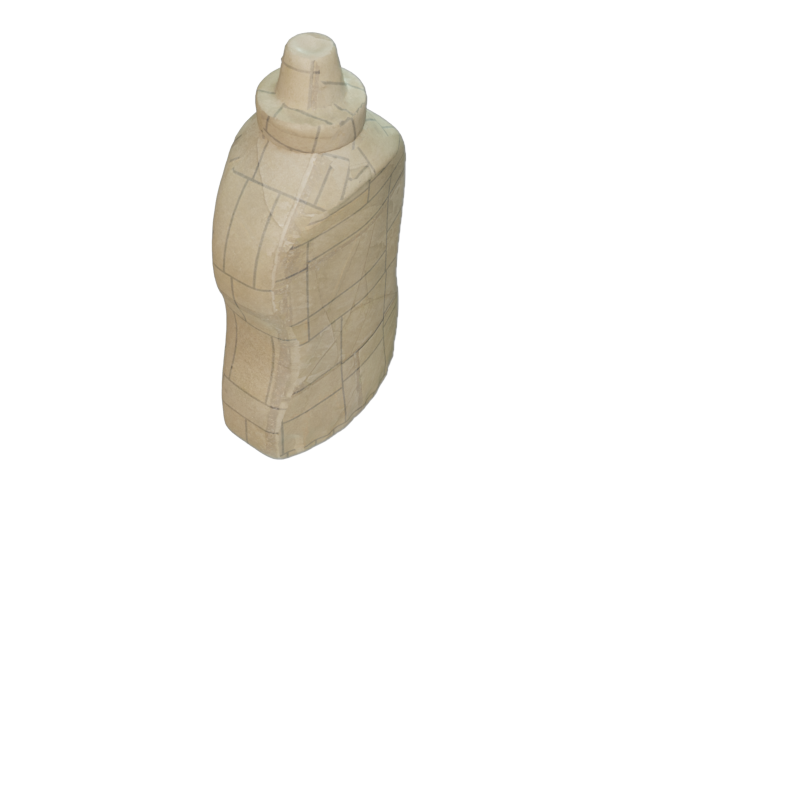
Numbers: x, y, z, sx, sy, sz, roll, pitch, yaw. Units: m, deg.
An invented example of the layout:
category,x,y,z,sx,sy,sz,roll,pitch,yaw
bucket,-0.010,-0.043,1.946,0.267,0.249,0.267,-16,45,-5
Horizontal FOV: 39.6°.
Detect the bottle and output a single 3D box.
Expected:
category,x,y,z,sx,sy,sz,roll,pitch,yaw
bottle,-0.036,-0.065,0.454,0.061,0.179,0.098,31,54,21
